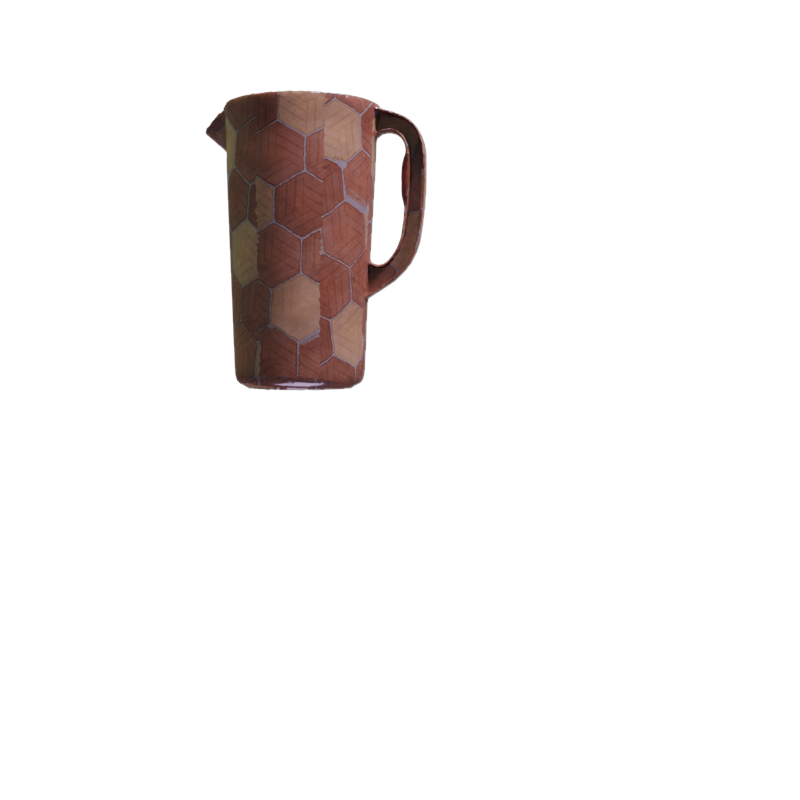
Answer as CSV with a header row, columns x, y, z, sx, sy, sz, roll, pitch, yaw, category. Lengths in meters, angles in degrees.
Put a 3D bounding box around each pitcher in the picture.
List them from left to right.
x,y,z,sx,sy,sz,roll,pitch,yaw,category
-0.073,-0.133,0.928,0.139,0.245,0.154,2,-3,-38,pitcher
